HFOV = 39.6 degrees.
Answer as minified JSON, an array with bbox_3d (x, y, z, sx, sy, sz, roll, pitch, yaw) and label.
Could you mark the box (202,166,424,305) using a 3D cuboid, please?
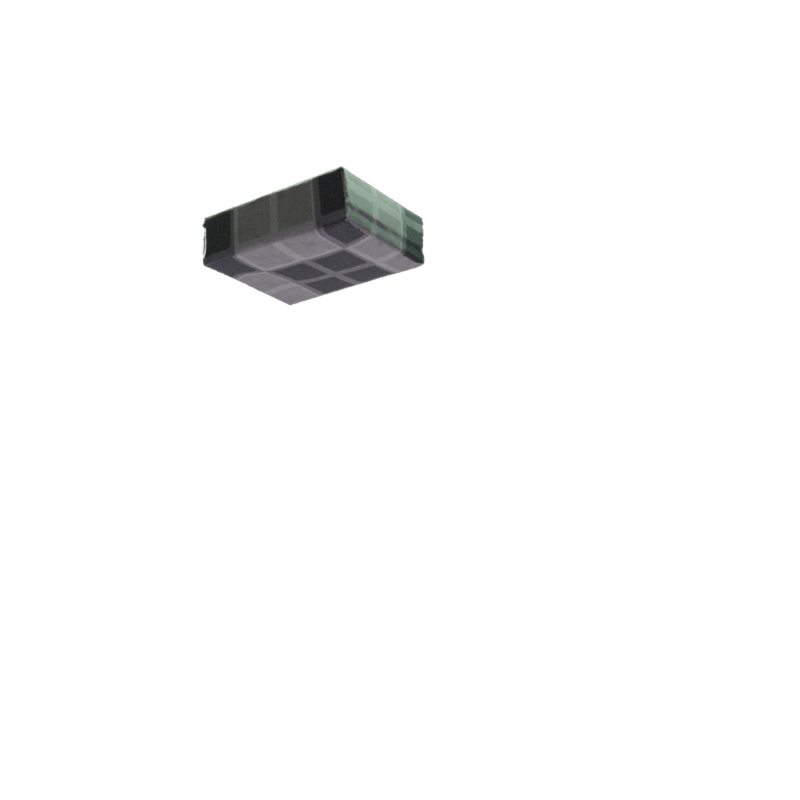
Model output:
[{"bbox_3d":[-0.055,-0.100,0.701,0.116,0.041,0.084,-11,-20,33],"label":"box"}]
